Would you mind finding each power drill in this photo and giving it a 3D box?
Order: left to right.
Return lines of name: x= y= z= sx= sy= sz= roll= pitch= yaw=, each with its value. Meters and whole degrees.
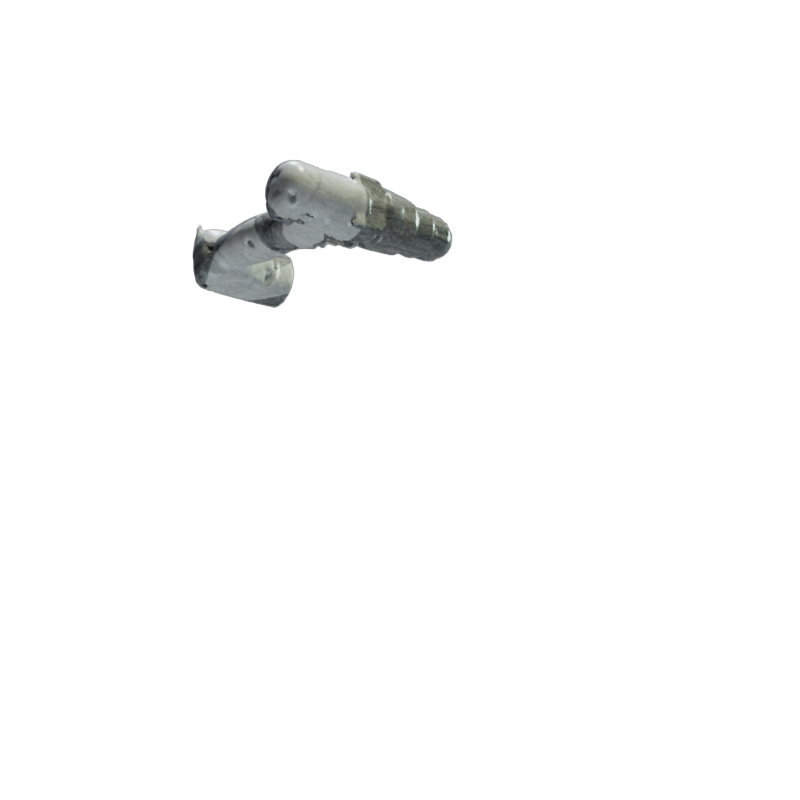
power drill: x=-0.074 y=-0.136 z=0.950 sx=0.174 sy=0.060 sz=0.188 roll=17 pitch=-27 yaw=-38
